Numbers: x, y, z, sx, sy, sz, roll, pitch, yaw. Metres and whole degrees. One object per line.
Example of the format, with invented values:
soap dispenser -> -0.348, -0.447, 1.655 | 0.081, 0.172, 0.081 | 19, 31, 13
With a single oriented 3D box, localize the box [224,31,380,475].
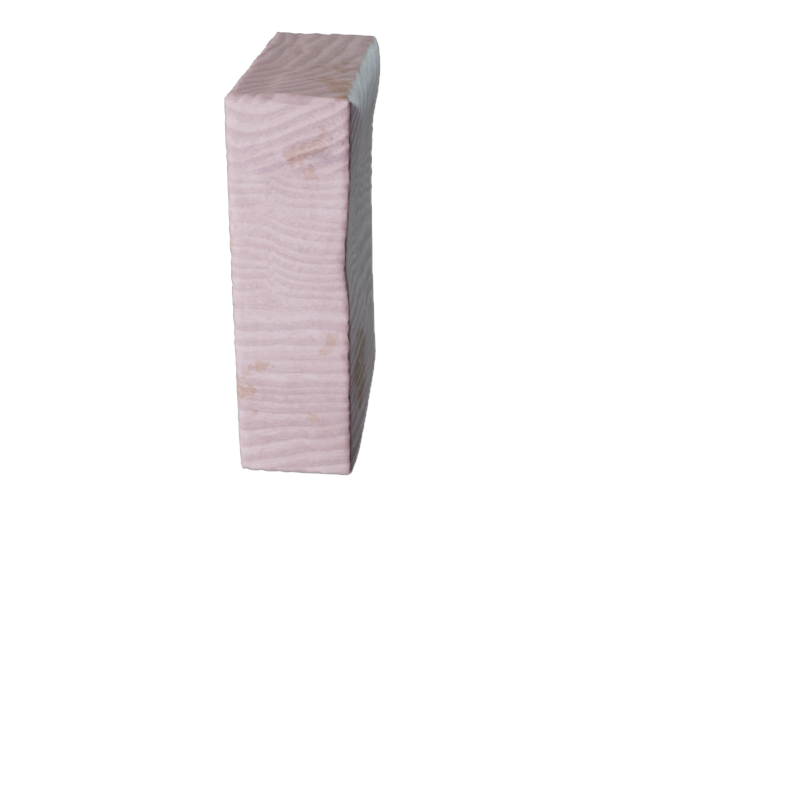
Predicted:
box -> -0.050, -0.092, 0.643 | 0.072, 0.203, 0.172 | 3, 26, 2
